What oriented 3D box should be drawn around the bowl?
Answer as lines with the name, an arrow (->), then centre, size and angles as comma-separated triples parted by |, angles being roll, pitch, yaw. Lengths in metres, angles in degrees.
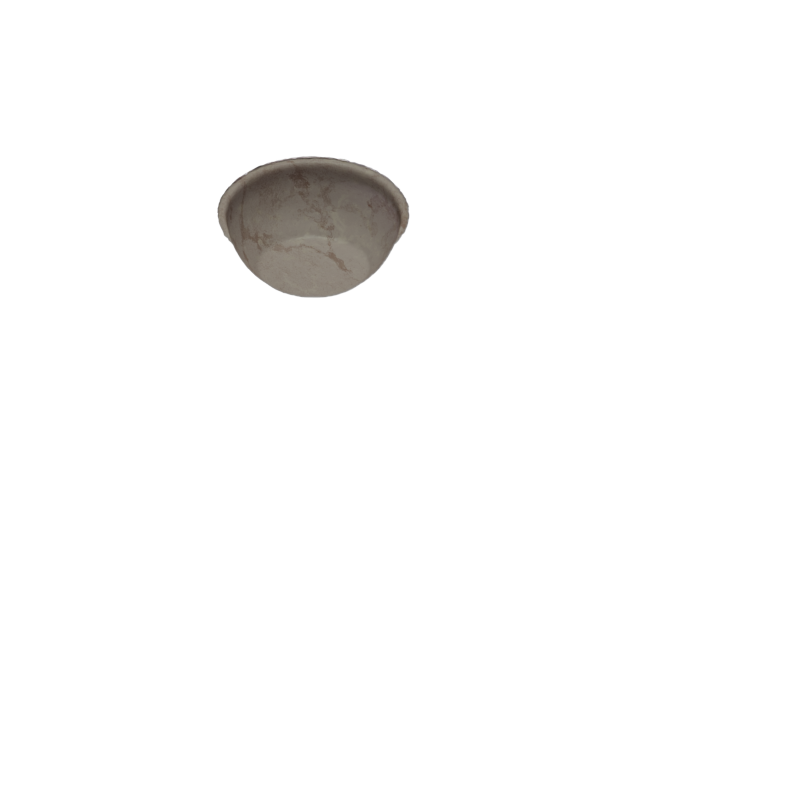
bowl -> -0.072, -0.132, 0.921 | 0.162, 0.059, 0.152 | 1, -29, -2
